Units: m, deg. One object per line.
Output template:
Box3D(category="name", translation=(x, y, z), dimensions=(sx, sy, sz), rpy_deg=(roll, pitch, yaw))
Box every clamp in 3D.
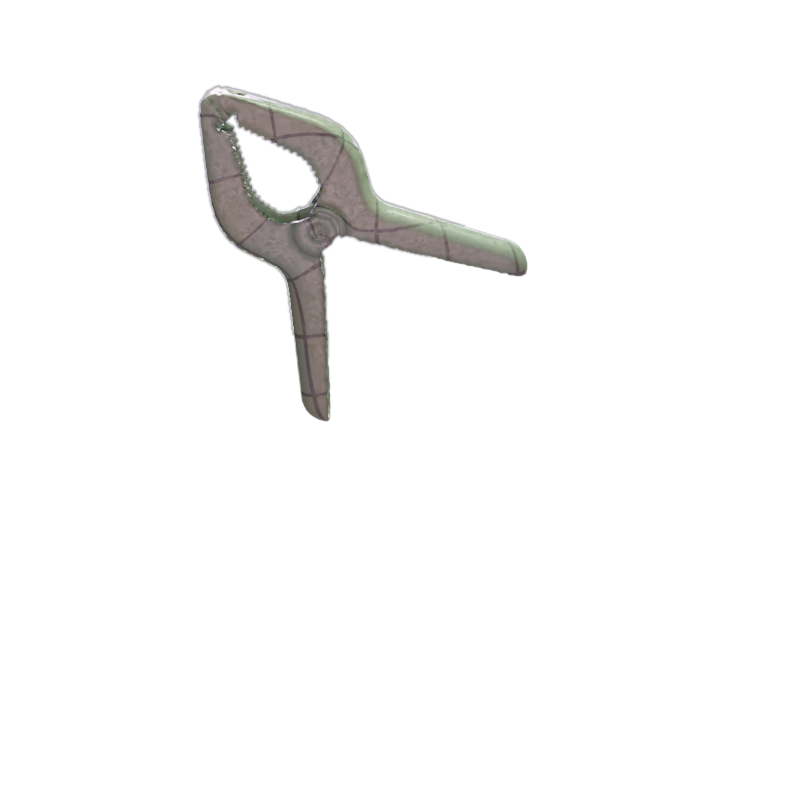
Box3D(category="clamp", translation=(-0.052, -0.094, 0.660), dimensions=(0.204, 0.163, 0.038), rpy_deg=(43, 13, -12))
